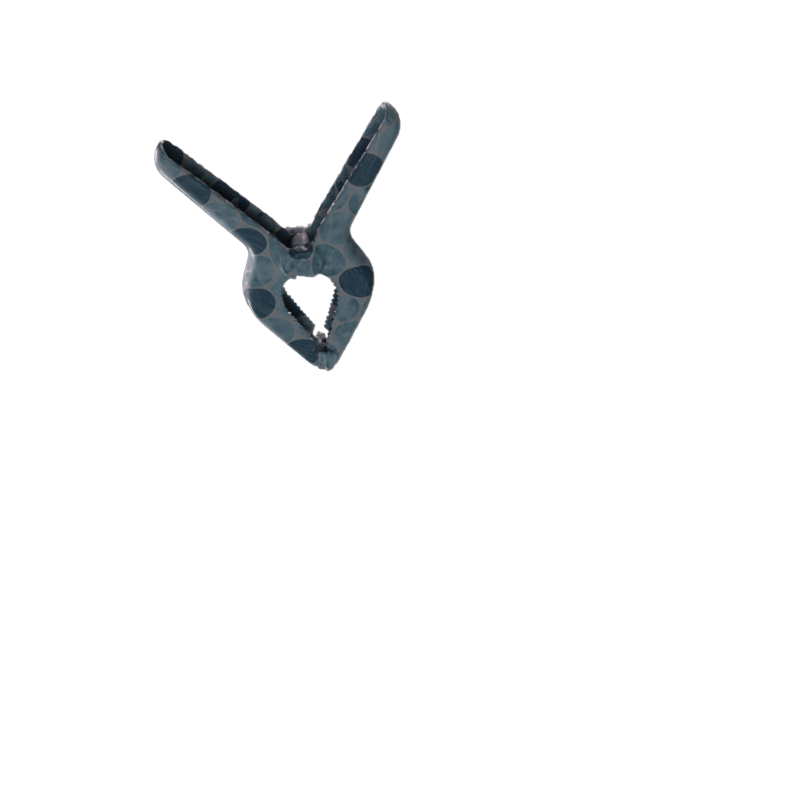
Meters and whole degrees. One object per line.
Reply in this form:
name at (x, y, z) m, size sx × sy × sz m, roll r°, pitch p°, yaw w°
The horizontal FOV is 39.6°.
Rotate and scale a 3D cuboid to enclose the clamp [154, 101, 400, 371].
clamp at (-0.061, -0.111, 0.777) m, size 0.165 × 0.195 × 0.039 m, roll -13°, pitch 35°, yaw 9°
